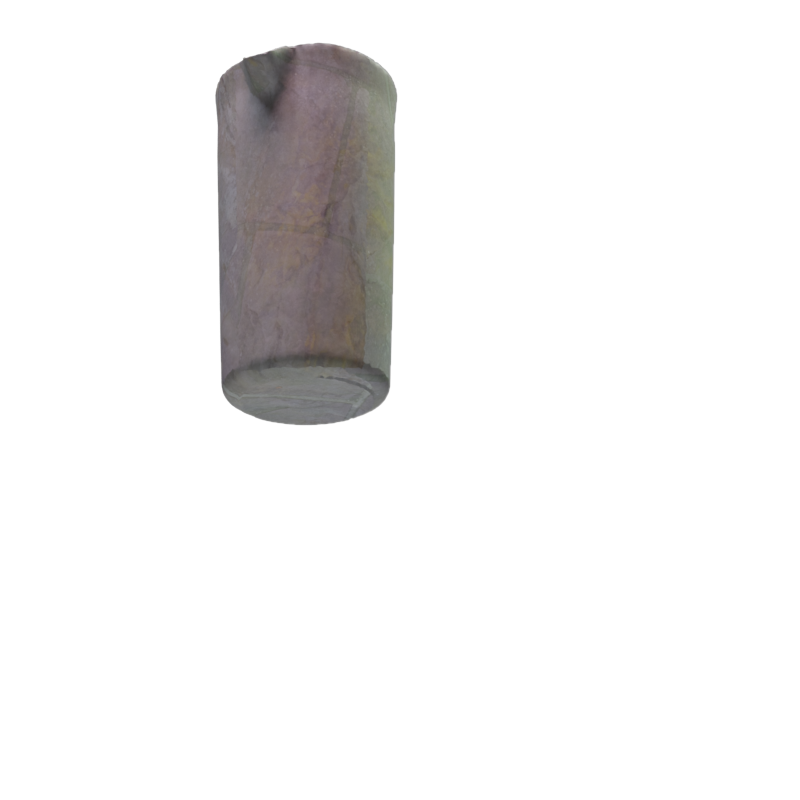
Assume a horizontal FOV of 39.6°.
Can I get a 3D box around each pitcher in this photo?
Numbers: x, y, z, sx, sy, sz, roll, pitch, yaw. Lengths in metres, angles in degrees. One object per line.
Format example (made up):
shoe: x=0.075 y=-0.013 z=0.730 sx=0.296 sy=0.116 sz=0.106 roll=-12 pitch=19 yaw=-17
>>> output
pitcher: x=-0.060 y=-0.110 z=0.768 sx=0.144 sy=0.257 sz=0.142 roll=10 pitch=-28 yaw=-22
